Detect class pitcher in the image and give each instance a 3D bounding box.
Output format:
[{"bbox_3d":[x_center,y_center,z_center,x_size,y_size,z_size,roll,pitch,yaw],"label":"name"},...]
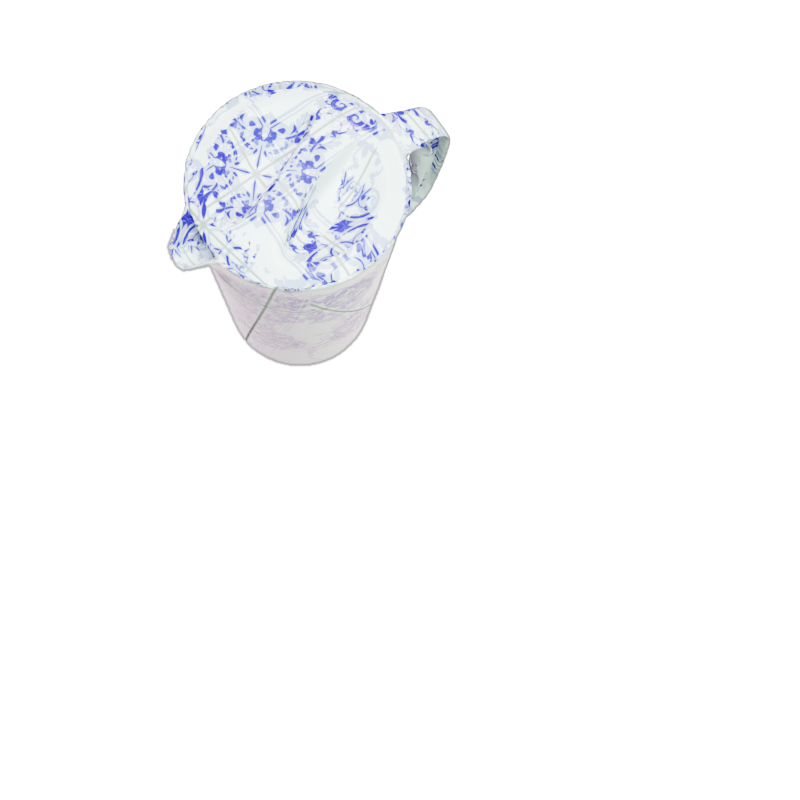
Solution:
[{"bbox_3d":[-0.059,-0.107,0.752,0.150,0.150,0.234,13,-15,0],"label":"pitcher"}]
